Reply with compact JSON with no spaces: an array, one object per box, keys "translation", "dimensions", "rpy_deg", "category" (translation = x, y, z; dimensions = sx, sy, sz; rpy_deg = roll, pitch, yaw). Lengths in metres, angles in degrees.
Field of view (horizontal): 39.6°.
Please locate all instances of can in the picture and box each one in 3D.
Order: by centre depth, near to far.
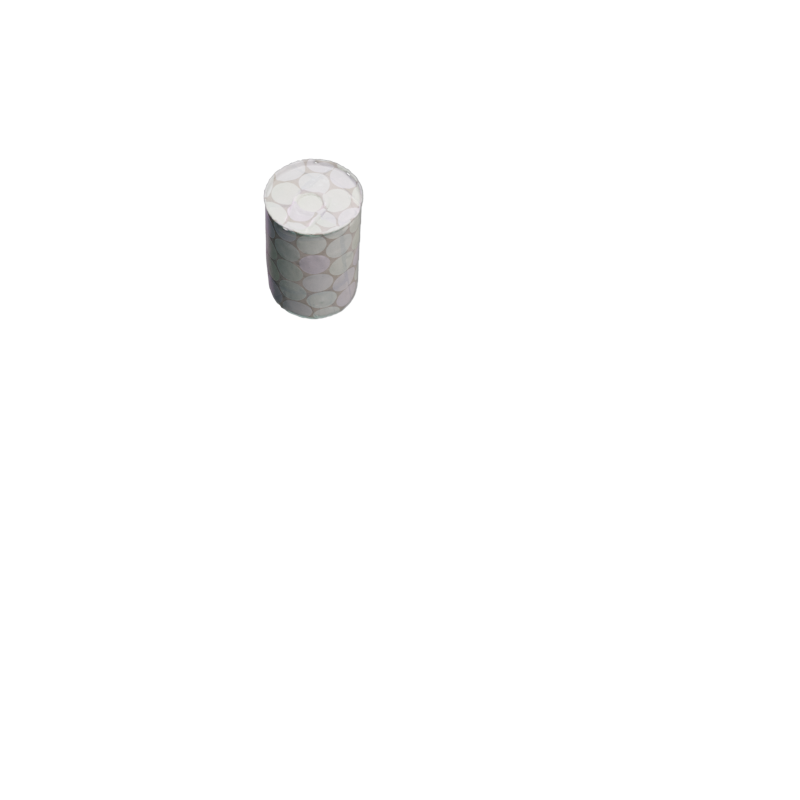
[{"translation":[-0.062,-0.113,0.792],"dimensions":[0.068,0.073,0.095],"rpy_deg":[0,-35,-3],"category":"can"}]
